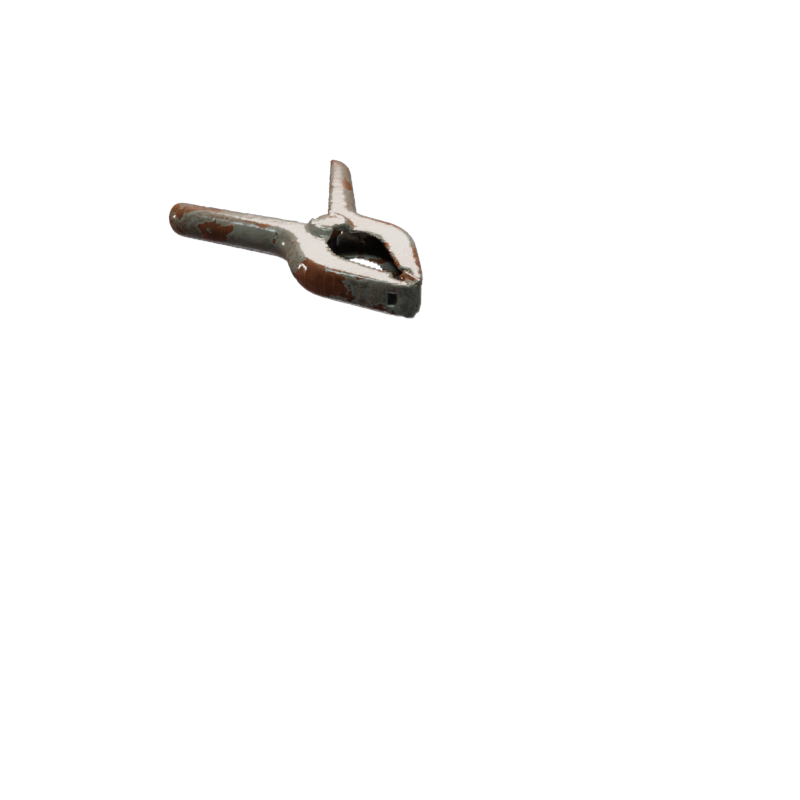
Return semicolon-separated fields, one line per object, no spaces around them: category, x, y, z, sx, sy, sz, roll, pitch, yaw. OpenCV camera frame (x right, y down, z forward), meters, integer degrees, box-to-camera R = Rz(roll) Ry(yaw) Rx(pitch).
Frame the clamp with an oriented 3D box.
clamp;-0.064;-0.117;0.818;0.162;0.034;0.227;-18;39;-25
